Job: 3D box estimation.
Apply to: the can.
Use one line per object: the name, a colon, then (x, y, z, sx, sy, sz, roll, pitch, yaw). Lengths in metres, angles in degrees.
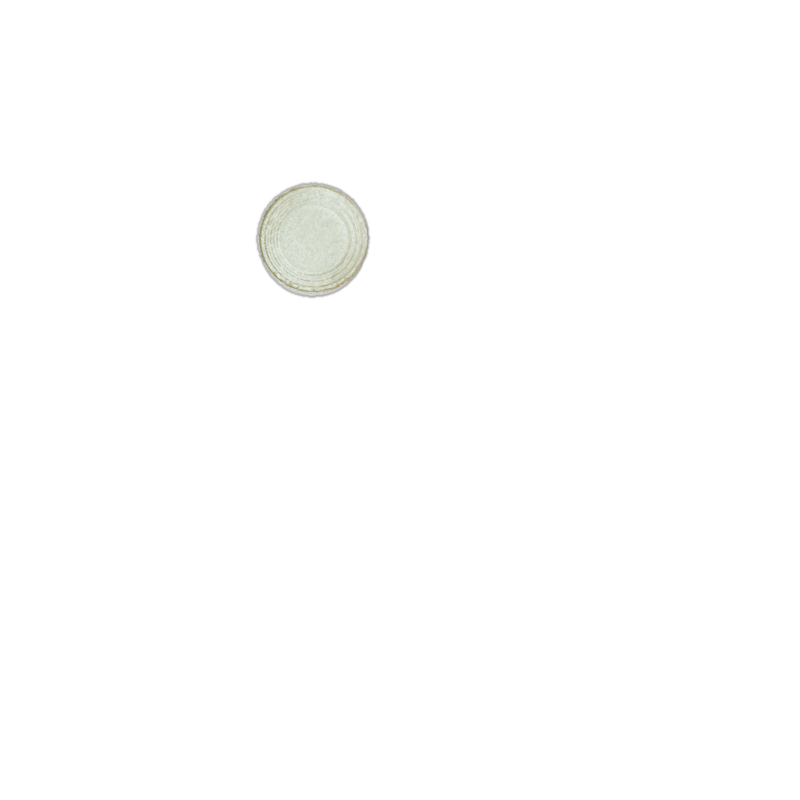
can: (-0.068, -0.124, 0.867, 0.086, 0.088, 0.033, 0, -9, -1)
